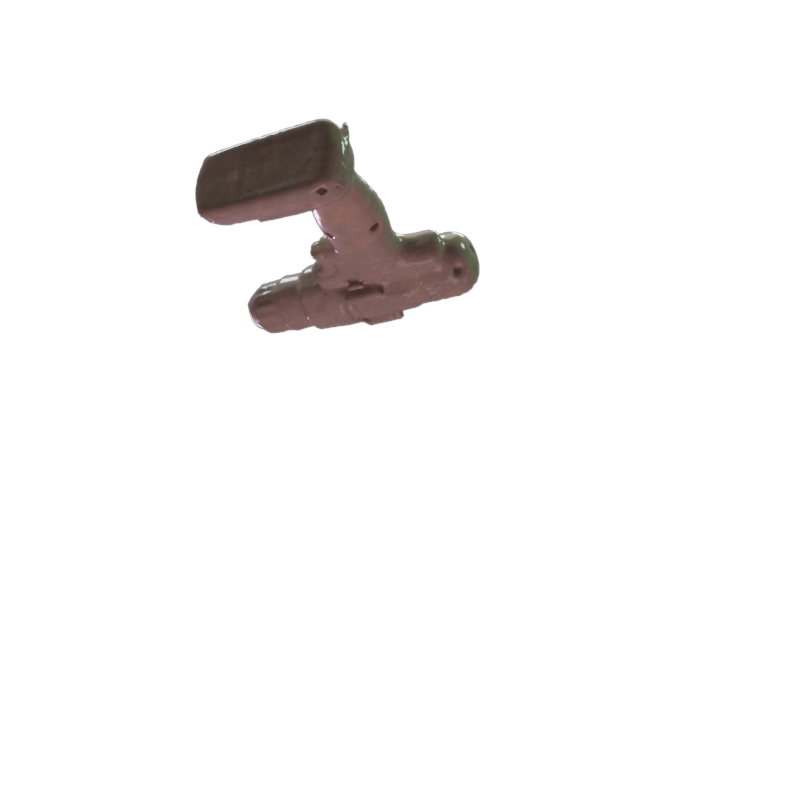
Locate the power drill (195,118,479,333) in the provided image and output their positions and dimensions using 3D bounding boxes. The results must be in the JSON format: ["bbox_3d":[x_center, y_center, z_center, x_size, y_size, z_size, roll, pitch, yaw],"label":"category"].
[{"bbox_3d":[-0.060,-0.110,0.769,0.187,0.061,0.174,-13,-29,24],"label":"power drill"}]
